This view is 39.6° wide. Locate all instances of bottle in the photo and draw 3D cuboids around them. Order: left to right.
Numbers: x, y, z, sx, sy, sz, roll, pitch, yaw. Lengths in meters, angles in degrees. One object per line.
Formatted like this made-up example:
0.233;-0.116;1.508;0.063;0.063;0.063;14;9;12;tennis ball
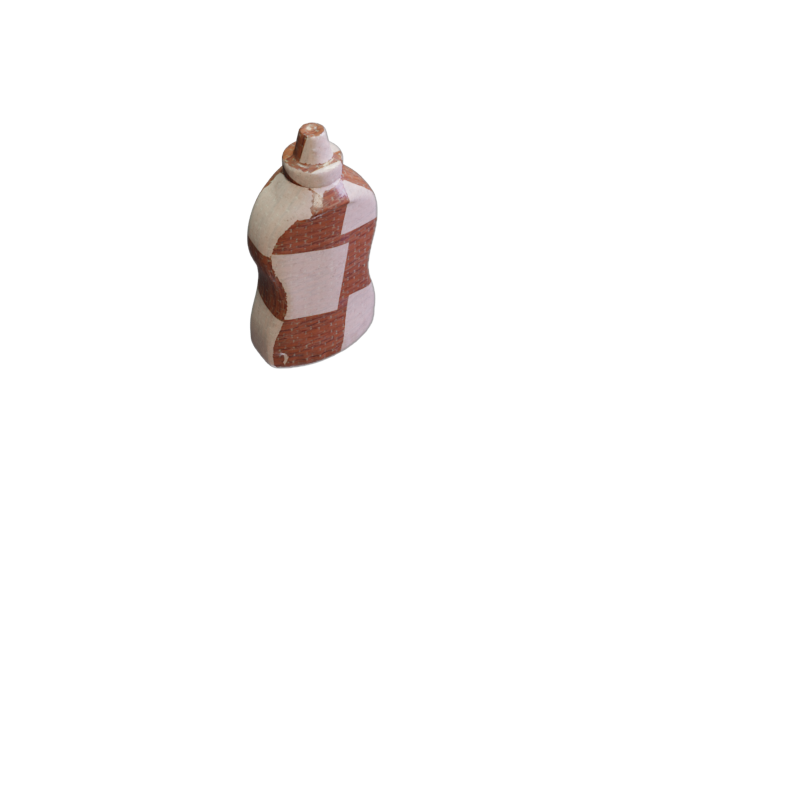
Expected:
-0.061;-0.112;0.782;0.095;0.179;0.063;-23;51;-24;bottle
